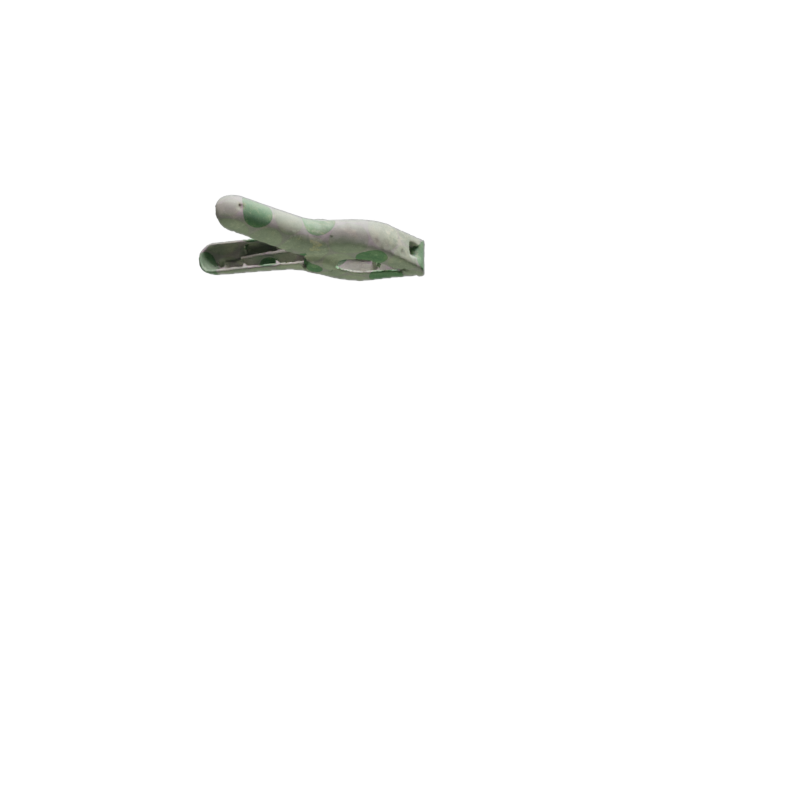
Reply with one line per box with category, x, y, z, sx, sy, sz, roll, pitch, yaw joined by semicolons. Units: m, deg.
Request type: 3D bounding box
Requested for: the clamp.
clamp;-0.063;-0.115;0.809;0.171;0.040;0.118;0;-7;-4
